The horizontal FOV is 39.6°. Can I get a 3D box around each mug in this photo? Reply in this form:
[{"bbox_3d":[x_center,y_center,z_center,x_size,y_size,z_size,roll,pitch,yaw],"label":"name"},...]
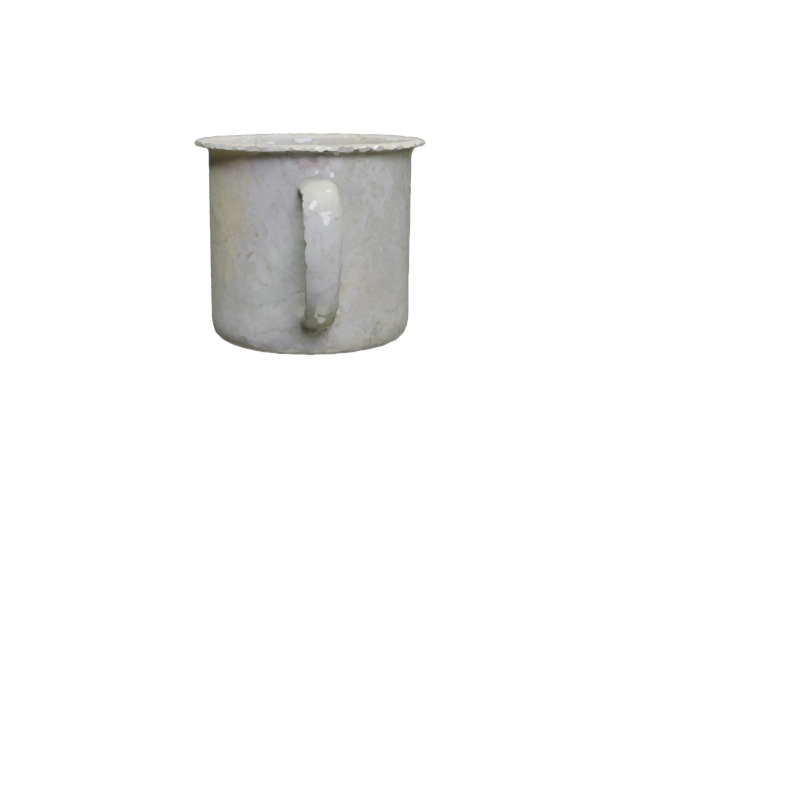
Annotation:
[{"bbox_3d":[-0.035,-0.063,0.444,0.092,0.079,0.122,-2,14,-9],"label":"mug"}]
